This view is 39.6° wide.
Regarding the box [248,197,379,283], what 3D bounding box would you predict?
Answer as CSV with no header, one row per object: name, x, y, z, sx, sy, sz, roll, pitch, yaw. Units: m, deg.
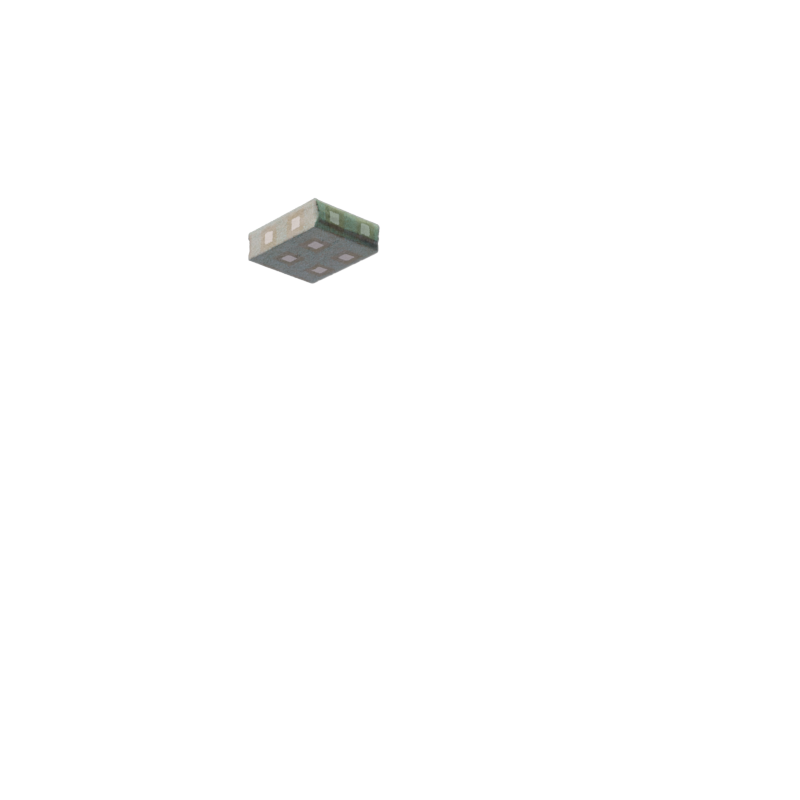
box,-0.073,-0.133,0.934,0.069,0.032,0.090,18,-27,-40
